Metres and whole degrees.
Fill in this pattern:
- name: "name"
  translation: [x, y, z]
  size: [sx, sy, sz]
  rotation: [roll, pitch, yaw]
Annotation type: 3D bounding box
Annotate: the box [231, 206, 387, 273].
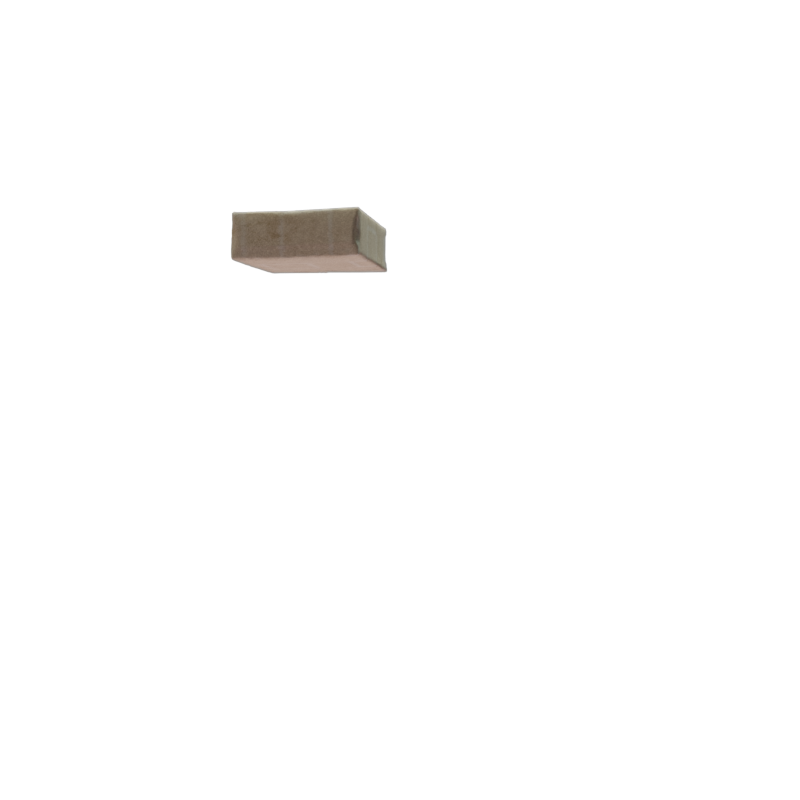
- name: "box"
  translation: [-0.051, -0.092, 0.645]
  size: [0.074, 0.030, 0.087]
  rotation: [0, 0, 12]
